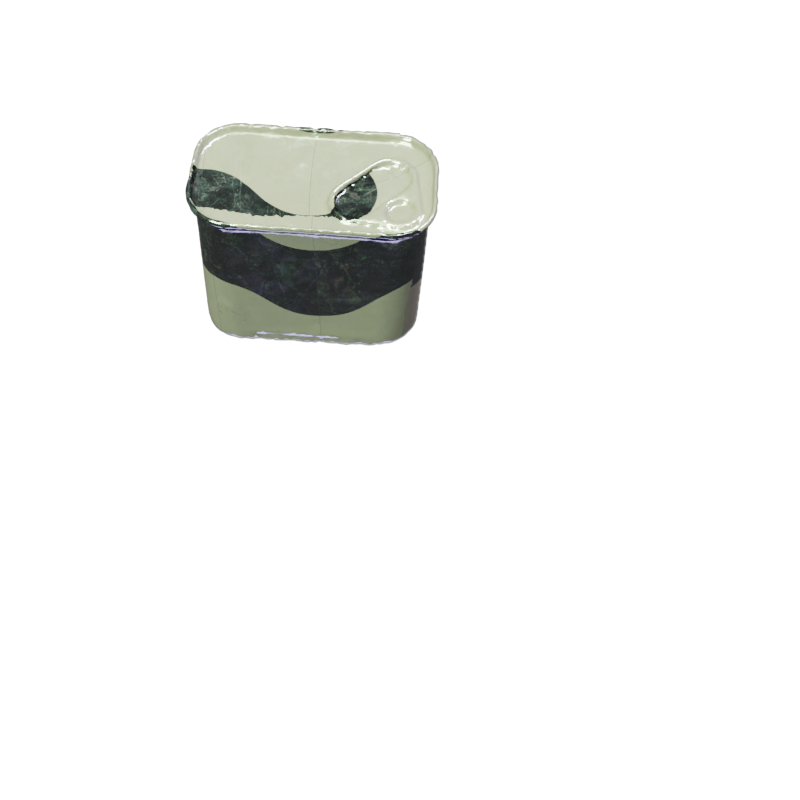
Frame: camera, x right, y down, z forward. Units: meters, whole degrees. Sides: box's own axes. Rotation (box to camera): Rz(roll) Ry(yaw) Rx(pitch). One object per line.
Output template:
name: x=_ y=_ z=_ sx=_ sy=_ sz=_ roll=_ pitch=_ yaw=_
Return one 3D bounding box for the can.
can: x=-0.038 y=-0.069 z=0.483 sx=0.102 sy=0.061 sz=0.078 roll=4 pitch=-35 yaw=1
